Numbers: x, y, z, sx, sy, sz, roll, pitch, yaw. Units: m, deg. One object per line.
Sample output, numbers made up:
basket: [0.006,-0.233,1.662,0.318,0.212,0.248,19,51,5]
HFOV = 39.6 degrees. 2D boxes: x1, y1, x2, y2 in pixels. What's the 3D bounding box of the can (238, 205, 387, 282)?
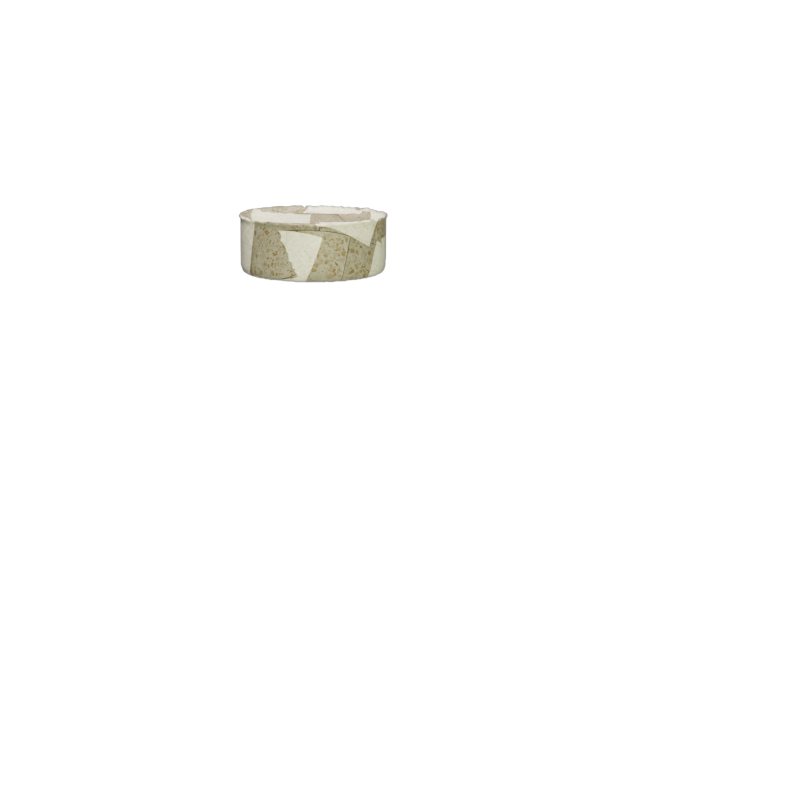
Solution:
can: [-0.050,-0.092,0.642,0.086,0.033,0.089,0,15,-2]
